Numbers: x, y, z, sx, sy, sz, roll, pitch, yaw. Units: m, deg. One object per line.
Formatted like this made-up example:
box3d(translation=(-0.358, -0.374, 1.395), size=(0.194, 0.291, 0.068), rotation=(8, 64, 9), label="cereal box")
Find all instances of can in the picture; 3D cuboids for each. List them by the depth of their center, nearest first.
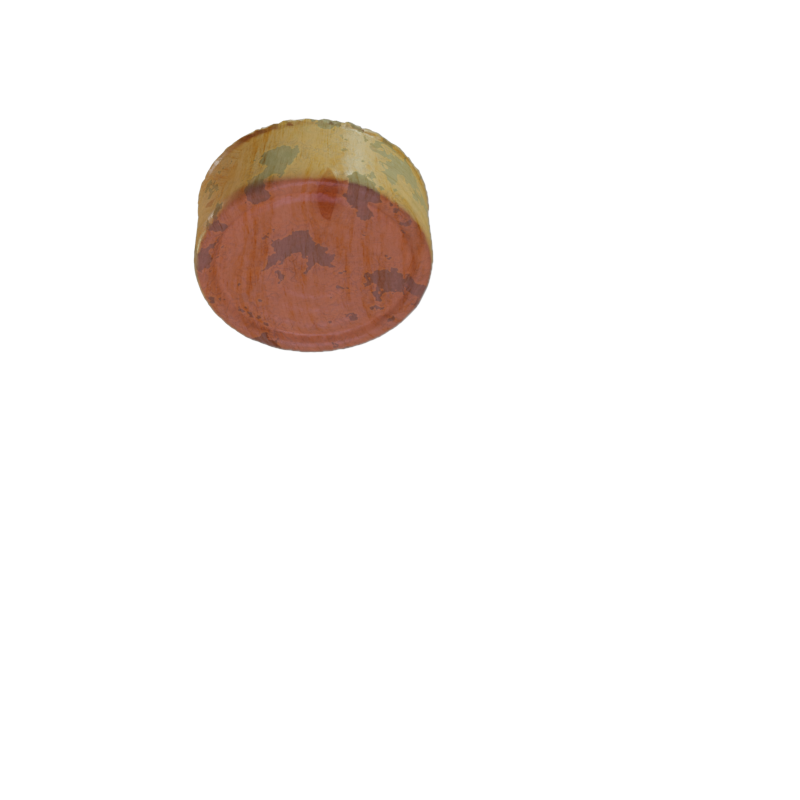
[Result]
box3d(translation=(-0.031, -0.057, 0.399), size=(0.086, 0.036, 0.080), rotation=(1, -45, -1), label="can")
